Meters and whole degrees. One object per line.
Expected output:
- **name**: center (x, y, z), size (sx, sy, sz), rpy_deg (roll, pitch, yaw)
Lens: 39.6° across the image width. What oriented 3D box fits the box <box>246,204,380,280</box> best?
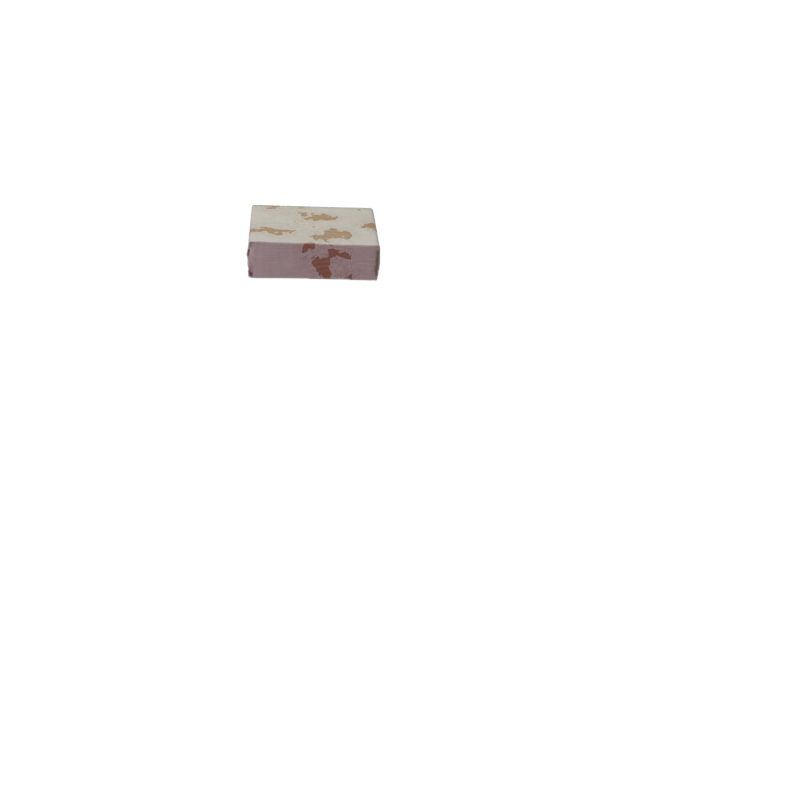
- **box**: center (-0.076, -0.138, 0.968), size (0.113, 0.037, 0.095), rpy_deg (-1, 27, -3)
